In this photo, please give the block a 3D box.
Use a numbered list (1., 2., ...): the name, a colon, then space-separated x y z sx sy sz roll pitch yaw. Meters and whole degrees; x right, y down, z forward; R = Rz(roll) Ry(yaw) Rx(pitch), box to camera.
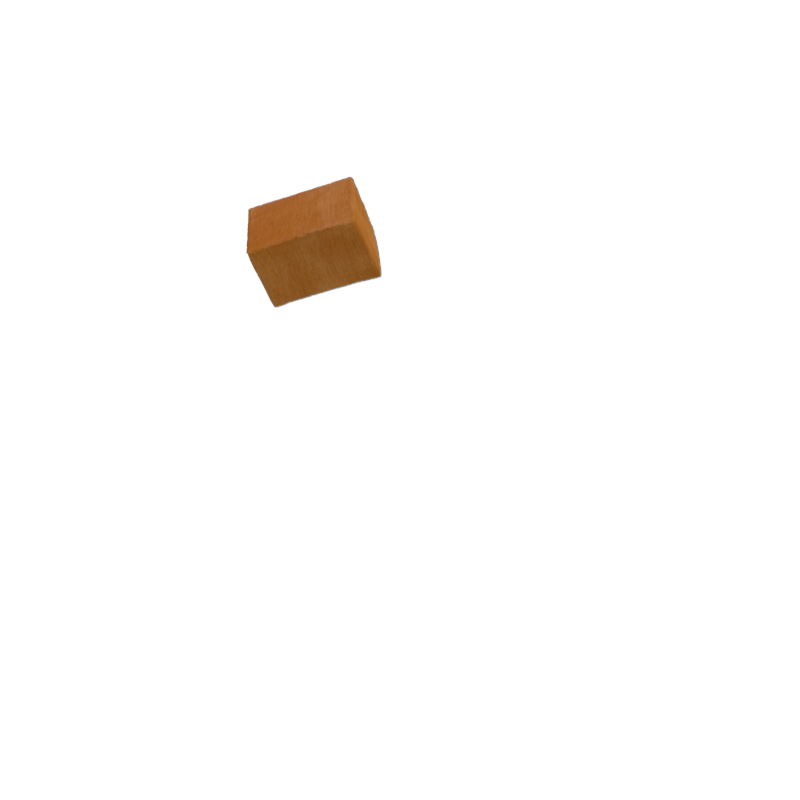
1. block: -0.058 -0.106 0.742 0.078 0.049 0.055 -15 40 11
